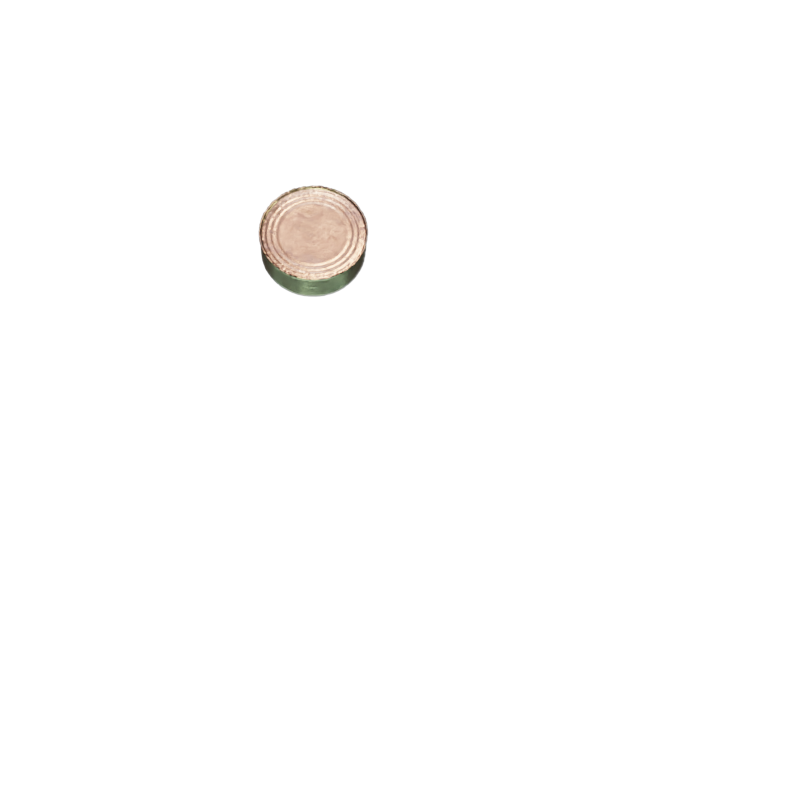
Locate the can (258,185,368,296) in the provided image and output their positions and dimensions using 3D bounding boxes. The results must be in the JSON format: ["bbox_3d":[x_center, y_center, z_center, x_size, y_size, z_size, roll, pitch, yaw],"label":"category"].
[{"bbox_3d":[-0.069,-0.126,0.880,0.086,0.091,0.032,-1,-28,-1],"label":"can"}]
